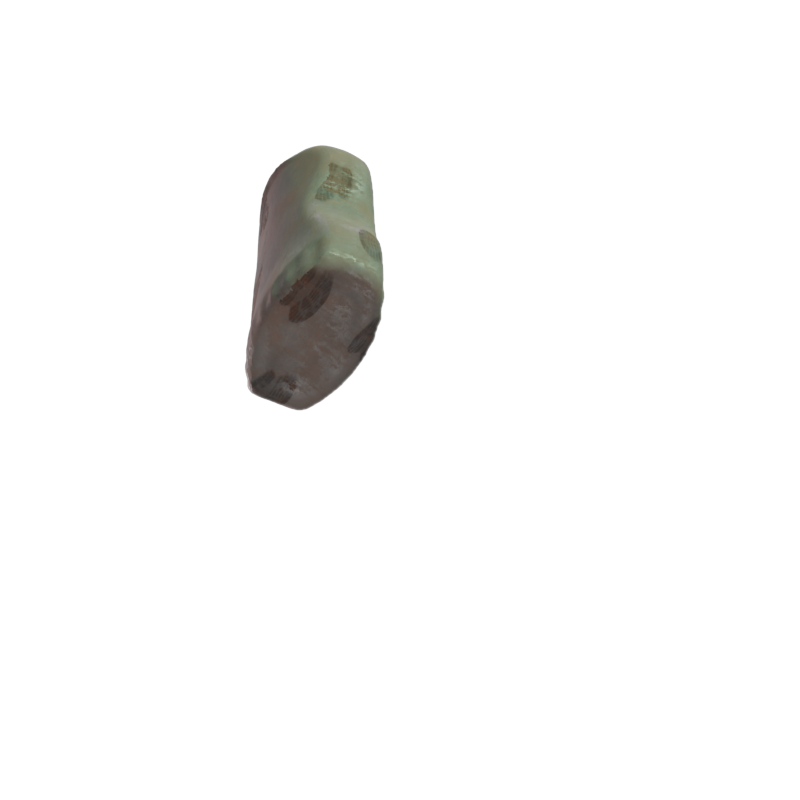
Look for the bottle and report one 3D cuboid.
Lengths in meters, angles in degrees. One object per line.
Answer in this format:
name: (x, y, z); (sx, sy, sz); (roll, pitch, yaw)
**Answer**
bottle: (-0.049, -0.089, 0.623); (0.057, 0.092, 0.205); (20, 32, -18)
